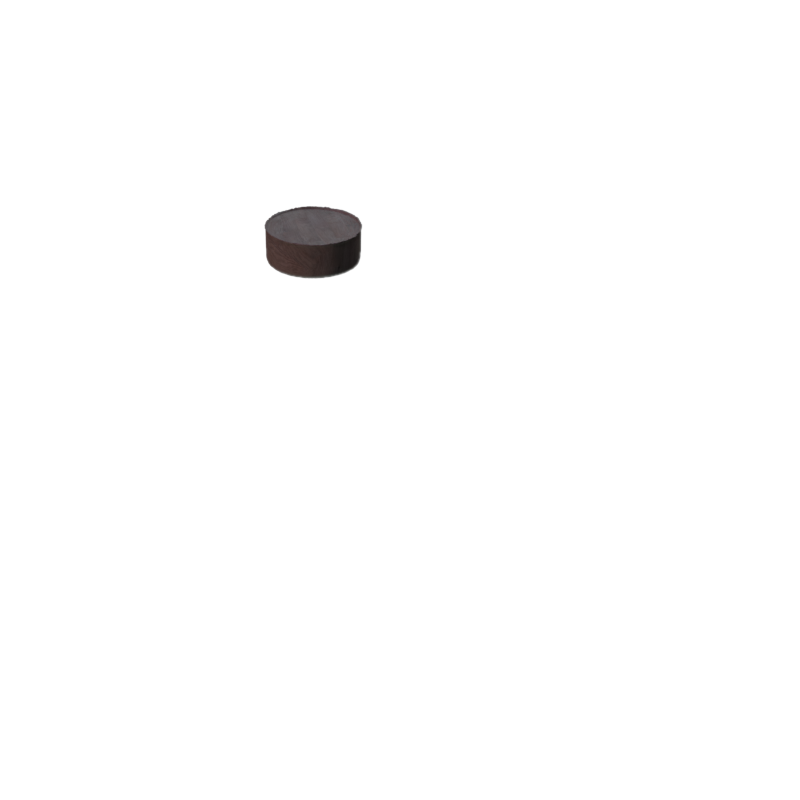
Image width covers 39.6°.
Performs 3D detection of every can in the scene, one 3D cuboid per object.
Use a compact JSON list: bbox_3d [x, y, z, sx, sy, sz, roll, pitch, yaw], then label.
[{"bbox_3d":[-0.077,-0.140,0.980,0.086,0.032,0.091,-1,30,-2],"label":"can"}]
